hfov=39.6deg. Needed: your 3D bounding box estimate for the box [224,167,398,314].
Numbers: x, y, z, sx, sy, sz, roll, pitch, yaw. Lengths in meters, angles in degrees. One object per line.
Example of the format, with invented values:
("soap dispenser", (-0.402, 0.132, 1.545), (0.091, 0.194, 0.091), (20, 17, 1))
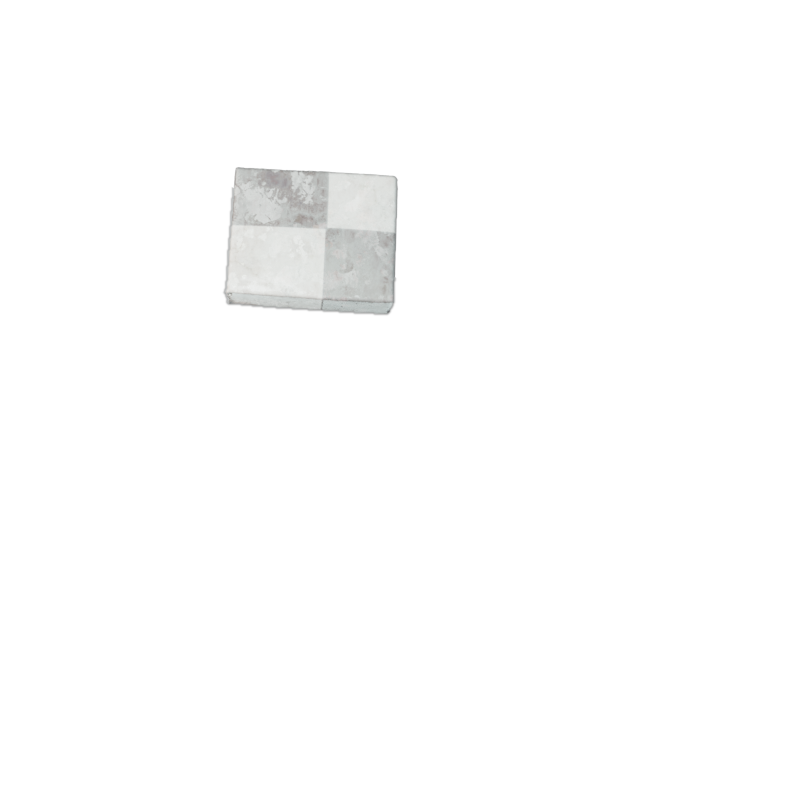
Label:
("box", (-0.059, -0.107, 0.749), (0.113, 0.094, 0.037), (2, -19, 0))
